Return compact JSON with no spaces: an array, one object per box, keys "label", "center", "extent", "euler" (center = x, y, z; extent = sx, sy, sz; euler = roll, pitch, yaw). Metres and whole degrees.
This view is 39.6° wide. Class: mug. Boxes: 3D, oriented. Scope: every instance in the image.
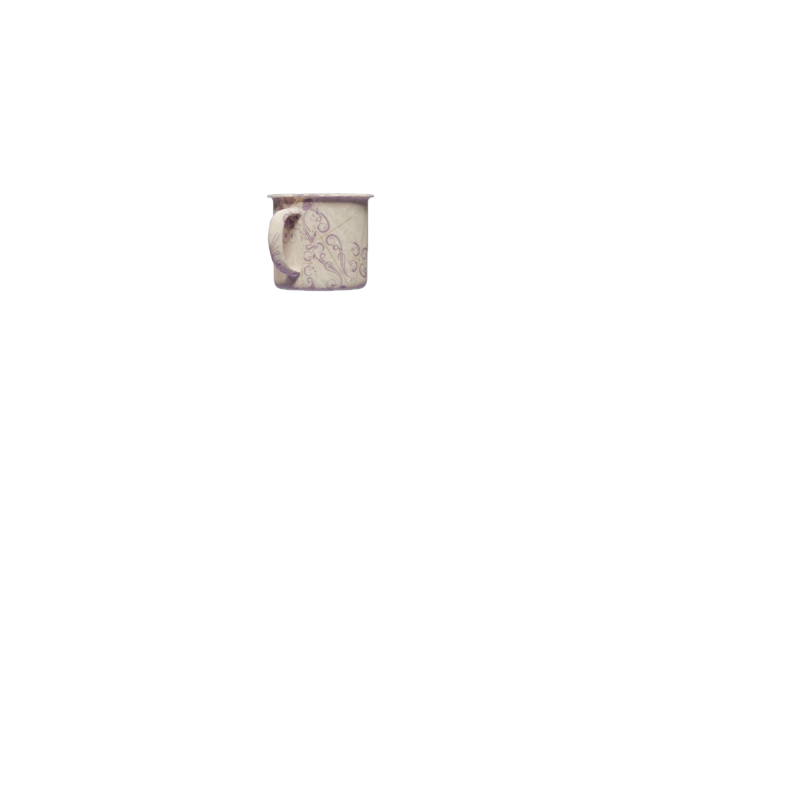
[{"label":"mug","center":[-0.074,-0.136,0.949],"extent":[0.097,0.081,0.114],"euler":[3,7,28]}]
